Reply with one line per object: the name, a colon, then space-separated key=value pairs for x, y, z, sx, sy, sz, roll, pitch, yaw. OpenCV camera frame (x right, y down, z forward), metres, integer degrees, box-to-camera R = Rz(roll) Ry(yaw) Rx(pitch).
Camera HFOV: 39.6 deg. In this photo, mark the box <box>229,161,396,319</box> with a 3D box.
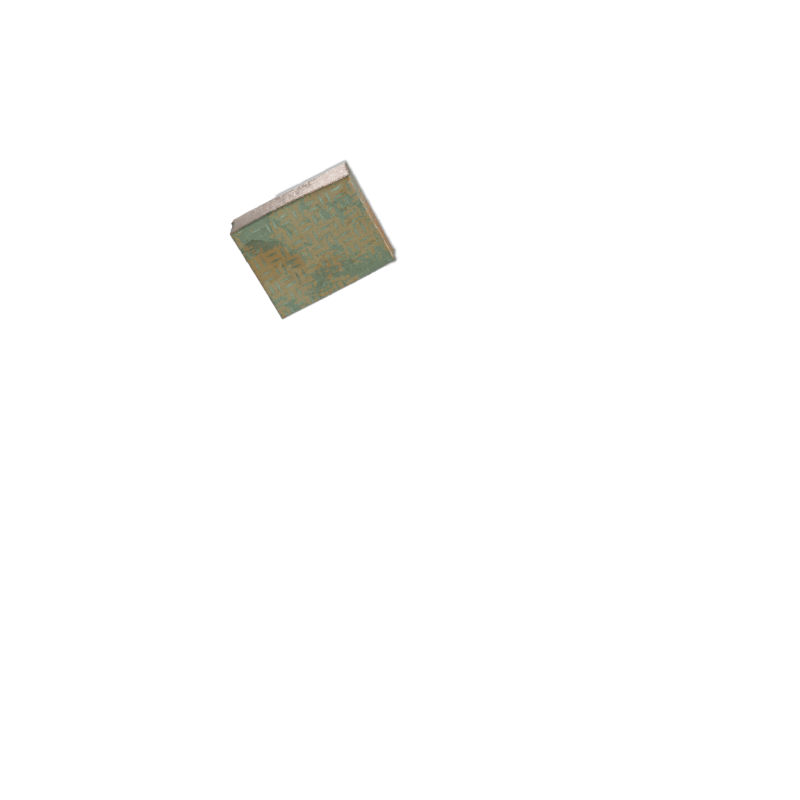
box: x=-0.073 y=-0.133 z=0.928 sx=0.113 sy=0.085 sz=0.041 roll=-25 pitch=21 yaw=10
